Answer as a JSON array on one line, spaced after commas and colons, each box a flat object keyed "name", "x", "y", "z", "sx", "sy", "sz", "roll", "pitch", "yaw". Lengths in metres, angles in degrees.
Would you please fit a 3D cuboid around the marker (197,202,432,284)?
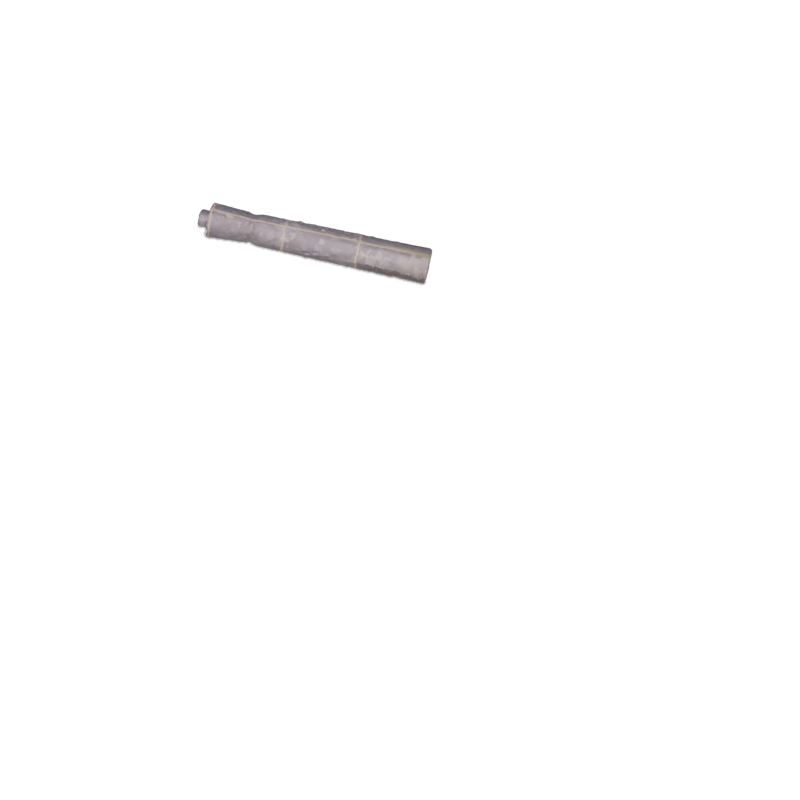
[{"name": "marker", "x": -0.045, "y": -0.081, "z": 0.570, "sx": 0.122, "sy": 0.020, "sz": 0.020, "roll": 13, "pitch": 4, "yaw": 4}]
